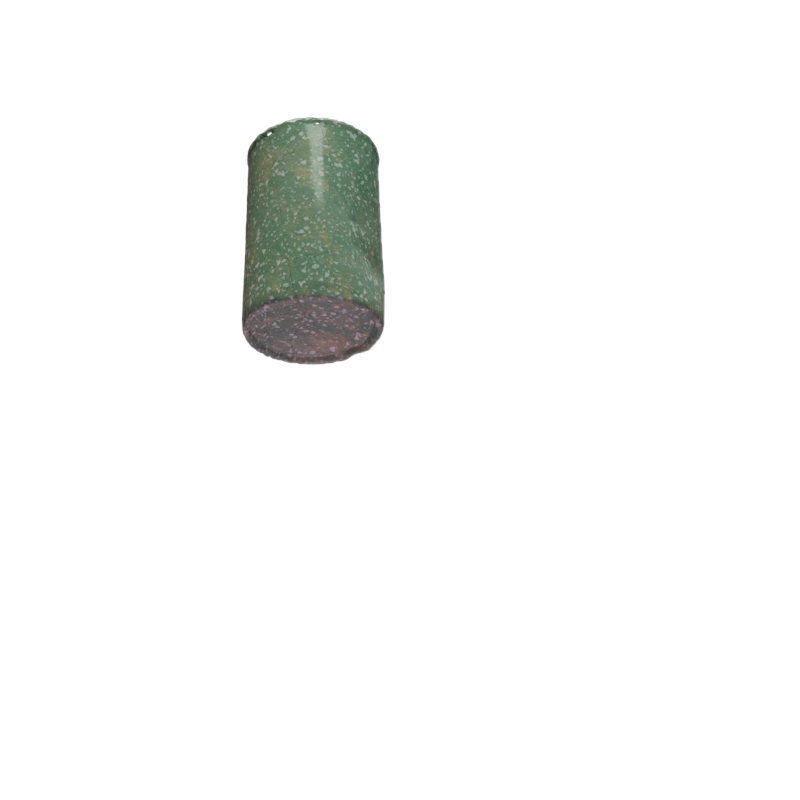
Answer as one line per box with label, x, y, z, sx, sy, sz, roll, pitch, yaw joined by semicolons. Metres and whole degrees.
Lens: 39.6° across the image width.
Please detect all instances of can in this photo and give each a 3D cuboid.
can;-0.042;-0.077;0.541;0.068;0.109;0.064;0;-30;-2
